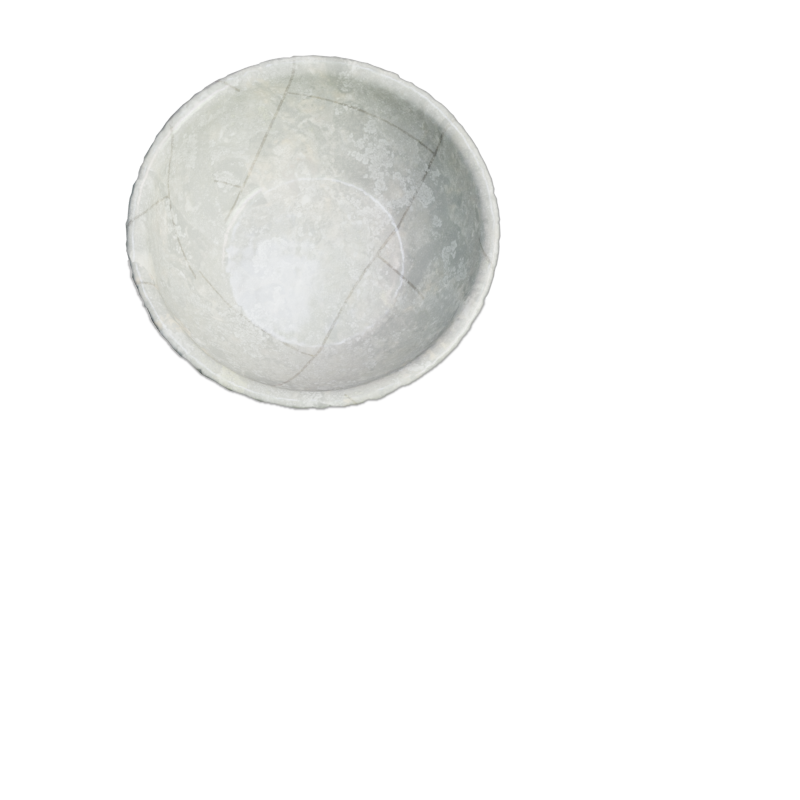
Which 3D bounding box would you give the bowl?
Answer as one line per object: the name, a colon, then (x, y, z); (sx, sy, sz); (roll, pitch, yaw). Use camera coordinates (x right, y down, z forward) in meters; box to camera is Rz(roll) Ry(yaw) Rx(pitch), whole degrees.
bowl: (-0.039, -0.072, 0.501); (0.162, 0.169, 0.053); (-1, -18, -1)
